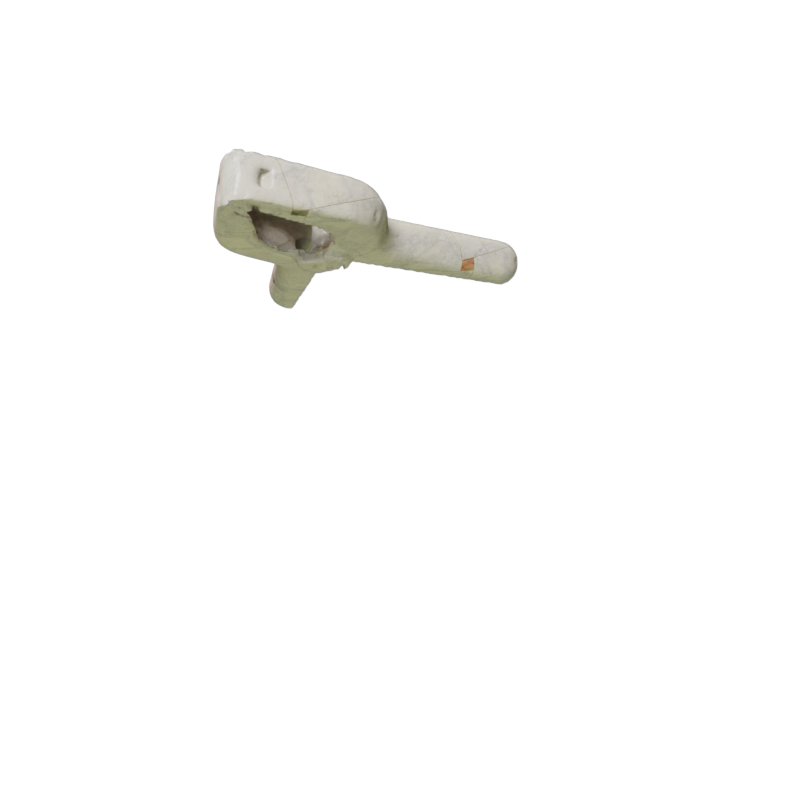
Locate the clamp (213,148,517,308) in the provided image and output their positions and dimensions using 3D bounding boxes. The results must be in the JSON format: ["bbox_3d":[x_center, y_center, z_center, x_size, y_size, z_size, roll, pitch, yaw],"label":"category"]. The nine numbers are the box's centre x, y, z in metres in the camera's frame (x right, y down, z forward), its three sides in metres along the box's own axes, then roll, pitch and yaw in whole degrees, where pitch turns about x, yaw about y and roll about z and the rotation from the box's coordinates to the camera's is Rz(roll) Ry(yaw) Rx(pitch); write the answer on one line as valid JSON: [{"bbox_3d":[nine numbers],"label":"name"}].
[{"bbox_3d":[-0.049,-0.090,0.628,0.168,0.038,0.198,-7,-13,32],"label":"clamp"}]
